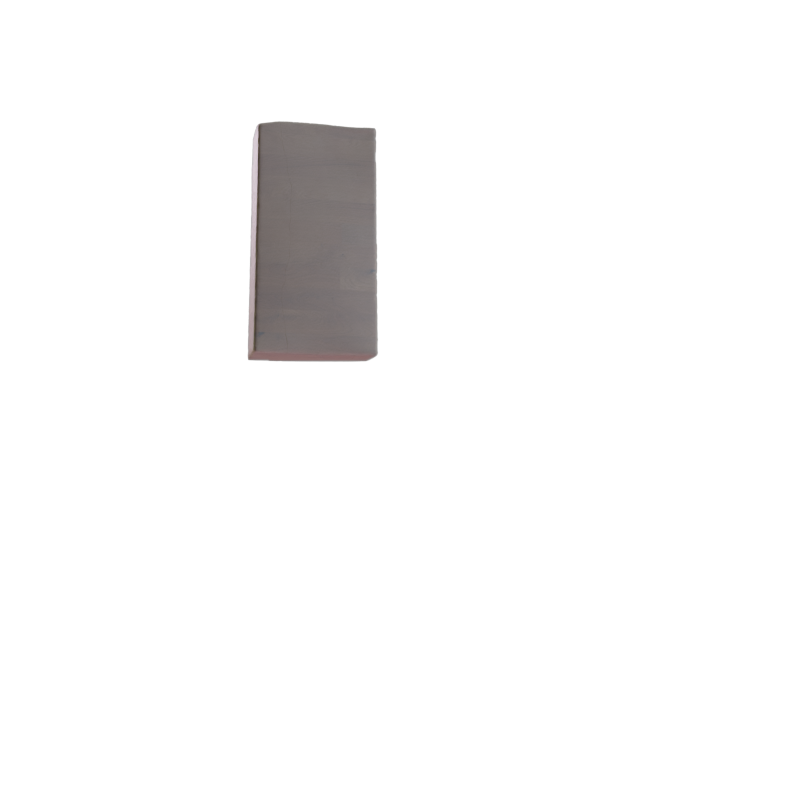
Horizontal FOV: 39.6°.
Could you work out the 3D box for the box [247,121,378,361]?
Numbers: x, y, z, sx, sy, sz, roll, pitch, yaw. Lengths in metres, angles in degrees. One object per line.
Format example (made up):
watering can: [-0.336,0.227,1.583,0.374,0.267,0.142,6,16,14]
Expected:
box: [-0.065,-0.118,0.826,0.092,0.182,0.047,1,-13,-10]
